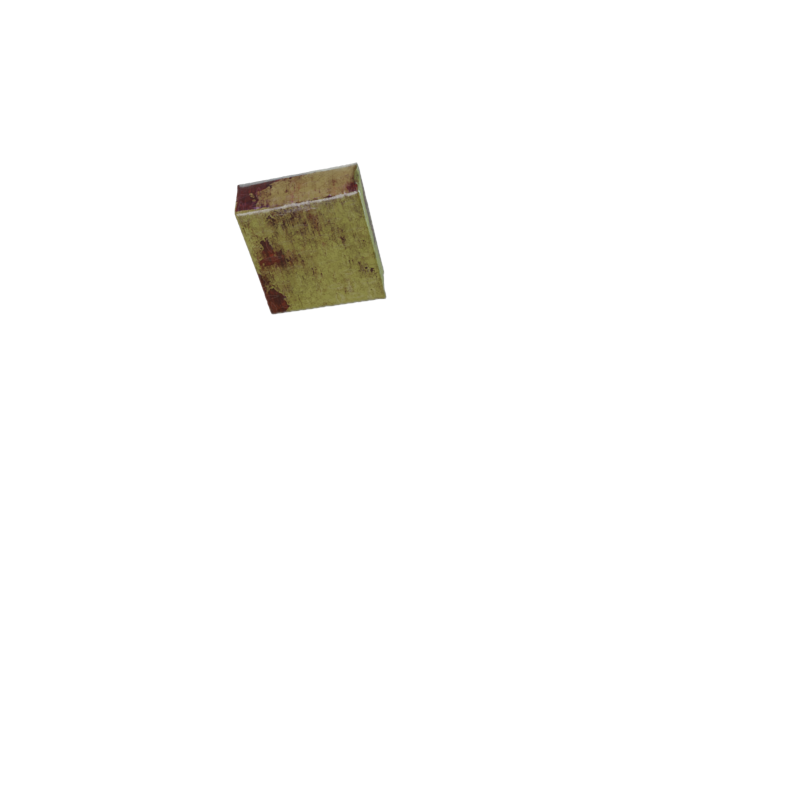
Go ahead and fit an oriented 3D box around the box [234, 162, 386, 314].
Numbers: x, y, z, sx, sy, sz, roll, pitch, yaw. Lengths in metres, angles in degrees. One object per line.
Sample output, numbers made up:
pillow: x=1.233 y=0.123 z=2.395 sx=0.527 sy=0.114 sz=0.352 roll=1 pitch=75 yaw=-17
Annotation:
box: x=-0.052 y=-0.094 z=0.661 sx=0.074 sy=0.032 sz=0.082 roll=-9 pitch=-45 yaw=8
